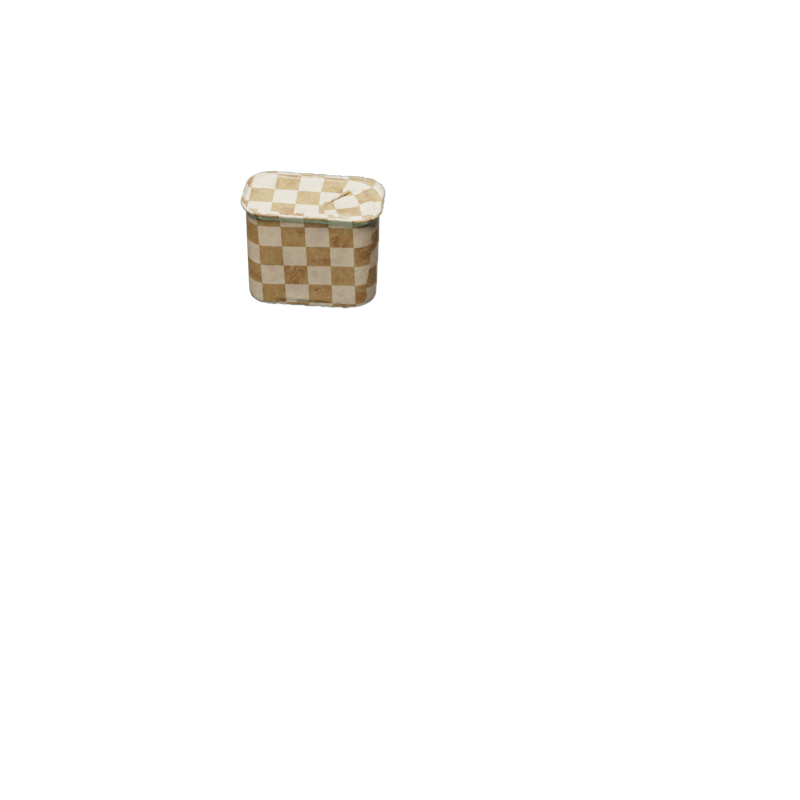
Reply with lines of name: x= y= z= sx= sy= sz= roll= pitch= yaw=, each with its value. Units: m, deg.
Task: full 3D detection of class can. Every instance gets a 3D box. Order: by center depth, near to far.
can: x=-0.064 y=-0.117 z=0.817 sx=0.103 sy=0.078 sz=0.061 roll=4 pitch=39 yaw=4
